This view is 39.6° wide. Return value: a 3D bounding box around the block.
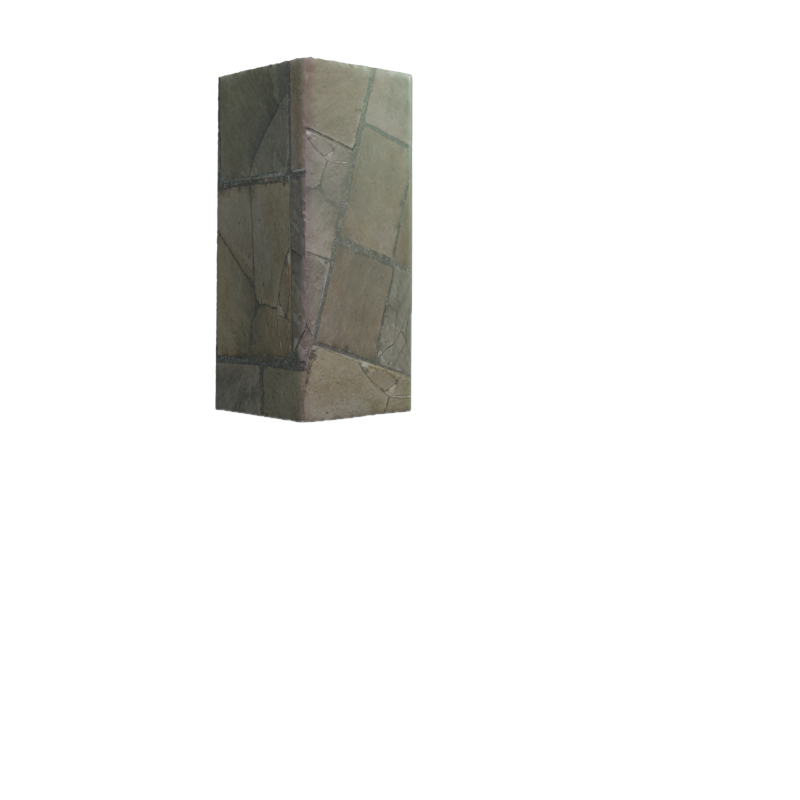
[{"bbox_3d":[-0.053,-0.097,0.680,0.087,0.207,0.094,1,-1,-42],"label":"block"}]
